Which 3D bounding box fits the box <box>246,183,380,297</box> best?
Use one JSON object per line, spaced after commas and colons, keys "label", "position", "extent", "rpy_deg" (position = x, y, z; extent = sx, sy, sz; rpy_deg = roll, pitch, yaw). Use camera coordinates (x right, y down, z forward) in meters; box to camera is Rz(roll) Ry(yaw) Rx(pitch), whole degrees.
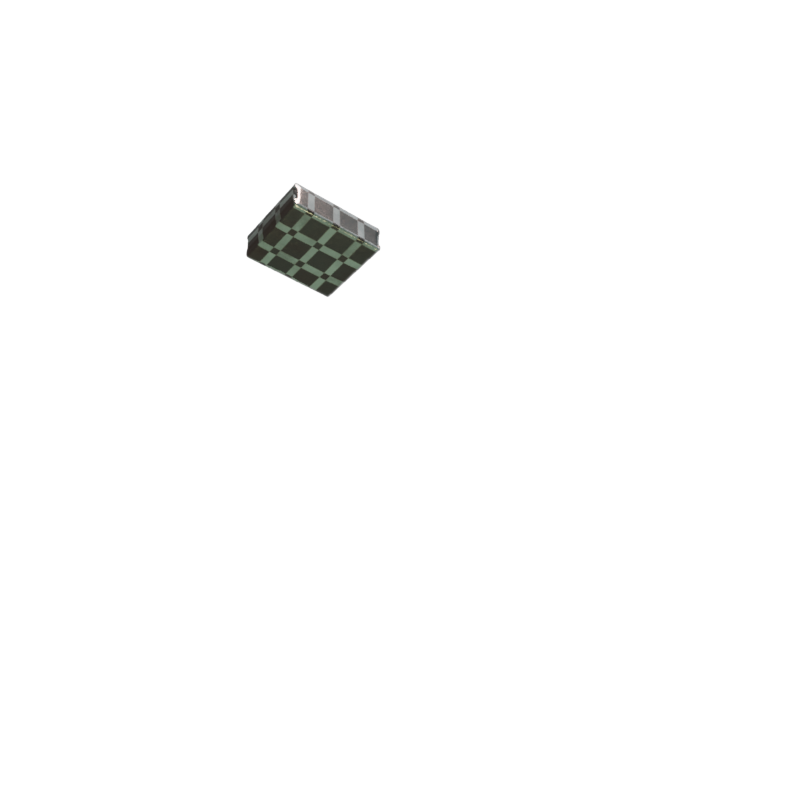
{"label": "box", "position": [-0.073, -0.133, 0.931], "extent": [0.085, 0.032, 0.072], "rpy_deg": [26, -49, -26]}
